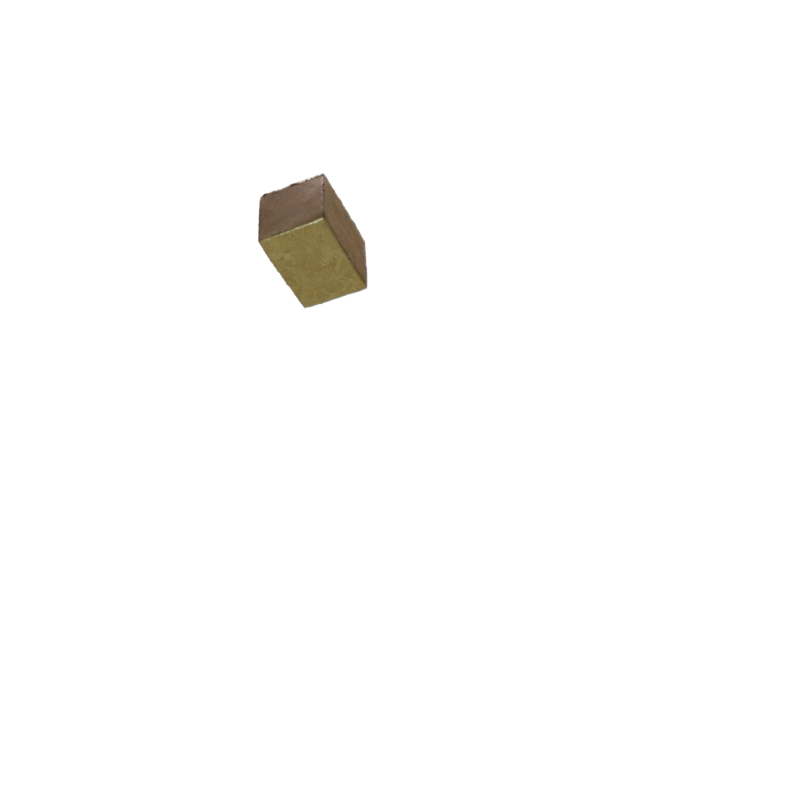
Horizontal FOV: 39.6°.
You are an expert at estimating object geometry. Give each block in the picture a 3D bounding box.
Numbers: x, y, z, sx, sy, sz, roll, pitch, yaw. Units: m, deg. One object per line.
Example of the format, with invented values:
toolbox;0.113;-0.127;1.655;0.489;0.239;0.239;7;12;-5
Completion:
block;-0.063;-0.114;0.800;0.053;0.055;0.072;-18;-45;16
